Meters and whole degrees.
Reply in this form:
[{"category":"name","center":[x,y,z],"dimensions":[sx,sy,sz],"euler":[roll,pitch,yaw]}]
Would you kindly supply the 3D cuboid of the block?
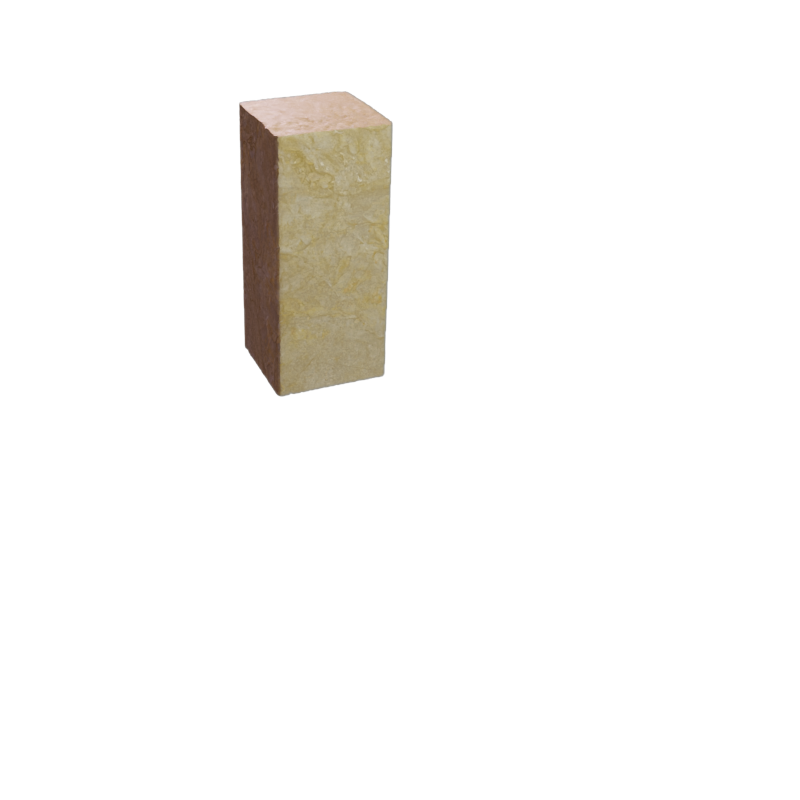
[{"category":"block","center":[-0.066,-0.121,0.844],"dimensions":[0.089,0.195,0.097],"euler":[-10,29,-22]}]
